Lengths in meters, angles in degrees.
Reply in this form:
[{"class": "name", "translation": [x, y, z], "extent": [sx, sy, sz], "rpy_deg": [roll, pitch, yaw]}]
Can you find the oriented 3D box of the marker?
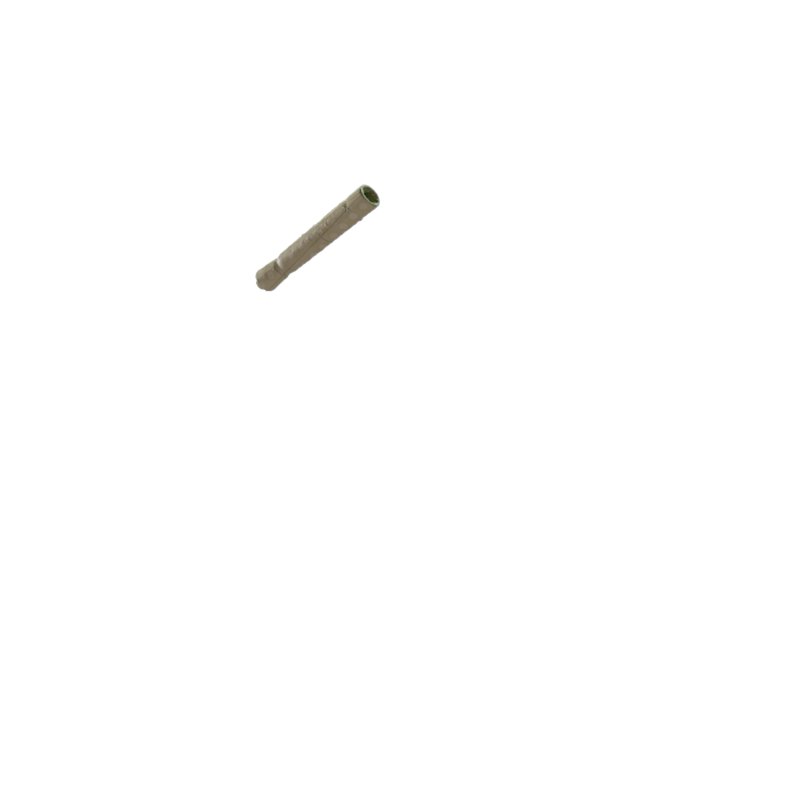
[{"class": "marker", "translation": [-0.062, -0.113, 0.793], "extent": [0.120, 0.021, 0.019], "rpy_deg": [-33, -17, 33]}]
